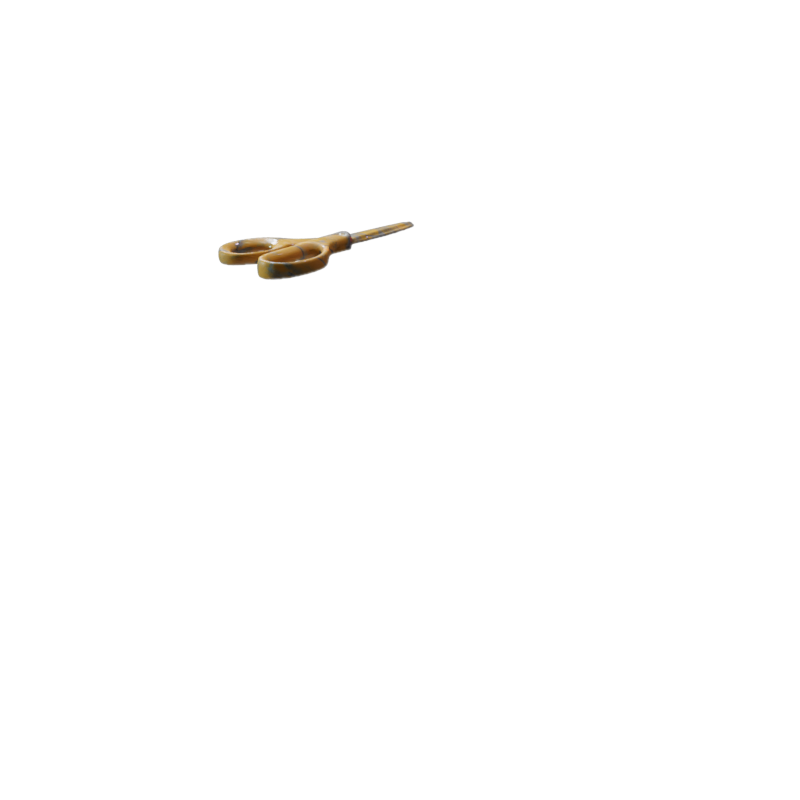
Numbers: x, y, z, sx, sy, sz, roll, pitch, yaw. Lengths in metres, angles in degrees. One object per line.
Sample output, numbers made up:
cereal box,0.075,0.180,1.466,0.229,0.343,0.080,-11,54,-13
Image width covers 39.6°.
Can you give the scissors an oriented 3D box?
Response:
scissors,-0.070,-0.128,0.894,0.100,0.015,0.202,8,21,22
